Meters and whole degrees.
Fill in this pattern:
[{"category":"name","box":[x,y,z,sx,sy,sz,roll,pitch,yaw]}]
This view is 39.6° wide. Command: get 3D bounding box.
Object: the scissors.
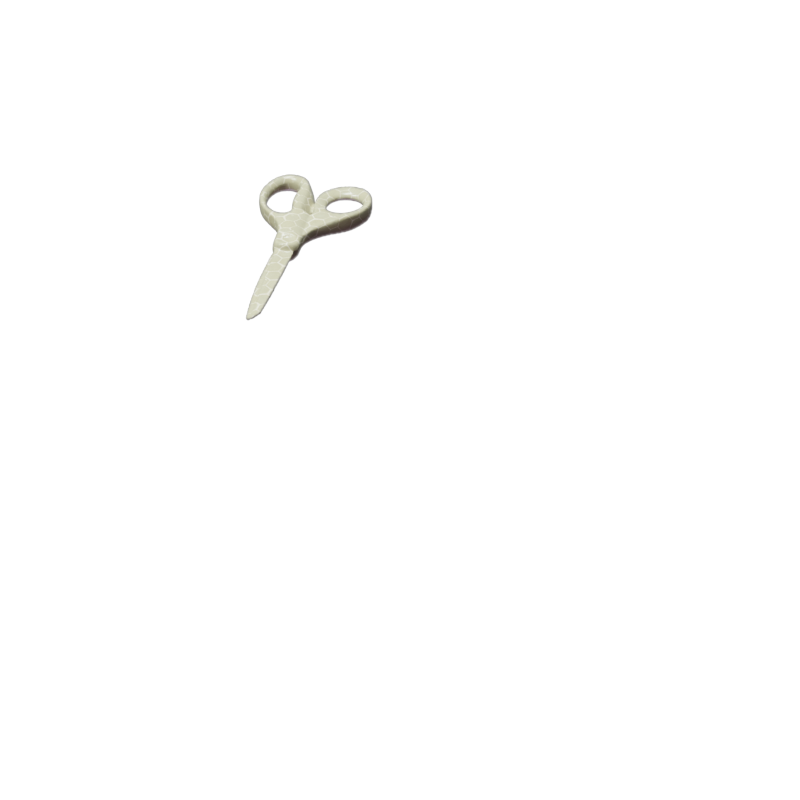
[{"category":"scissors","box":[-0.063,-0.114,0.800,0.096,0.015,0.216,-3,35,-5]}]
